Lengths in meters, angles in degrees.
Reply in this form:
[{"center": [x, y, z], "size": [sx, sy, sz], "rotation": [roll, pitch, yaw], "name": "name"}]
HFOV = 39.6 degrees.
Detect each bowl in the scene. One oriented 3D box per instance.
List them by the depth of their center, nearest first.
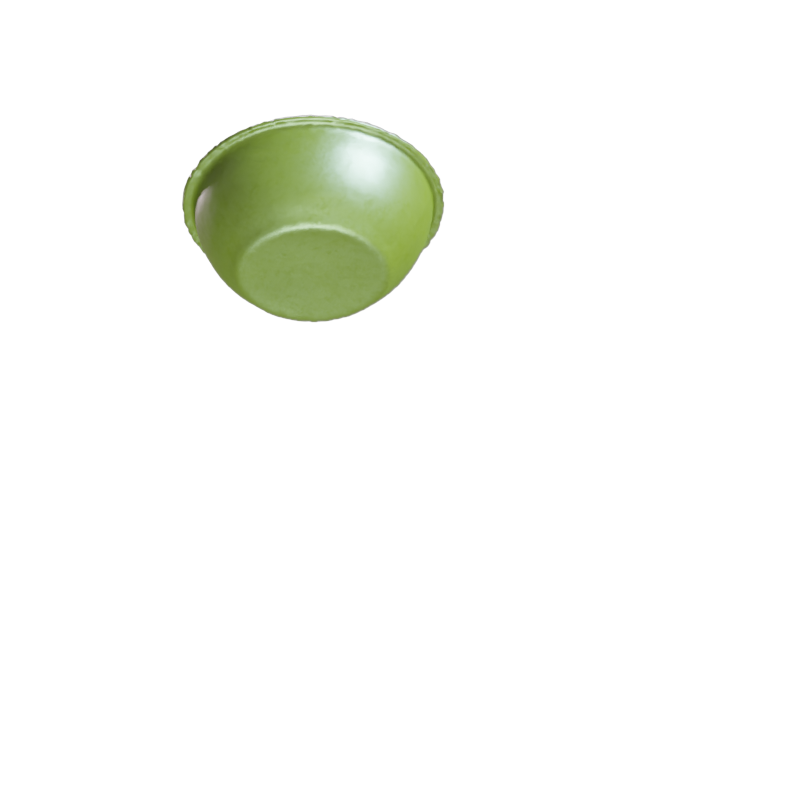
[{"center": [-0.052, -0.096, 0.670], "size": [0.162, 0.059, 0.151], "rotation": [1, -36, -2], "name": "bowl"}]
